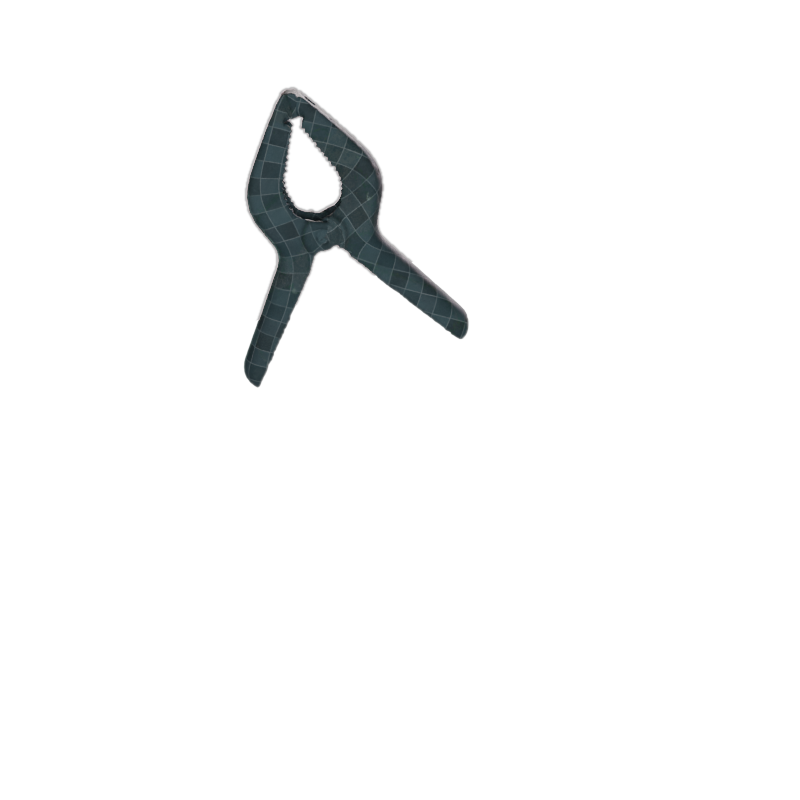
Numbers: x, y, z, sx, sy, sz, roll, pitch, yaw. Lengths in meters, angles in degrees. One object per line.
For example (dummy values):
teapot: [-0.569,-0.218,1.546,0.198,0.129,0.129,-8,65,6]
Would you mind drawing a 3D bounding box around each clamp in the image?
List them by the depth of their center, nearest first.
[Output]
clamp: [-0.061,-0.111,0.779,0.165,0.202,0.038,-20,15,5]
